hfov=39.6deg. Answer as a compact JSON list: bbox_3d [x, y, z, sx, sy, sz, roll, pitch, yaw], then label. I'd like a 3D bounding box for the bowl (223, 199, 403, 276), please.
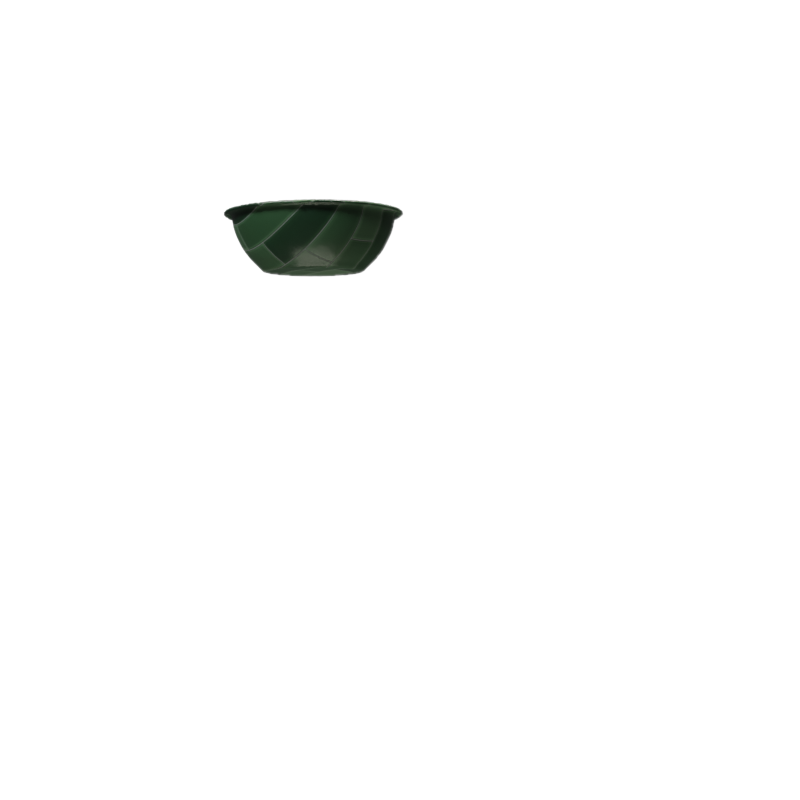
[{"bbox_3d":[-0.078,-0.142,0.998,0.162,0.056,0.161,0,0,-2],"label":"bowl"}]
